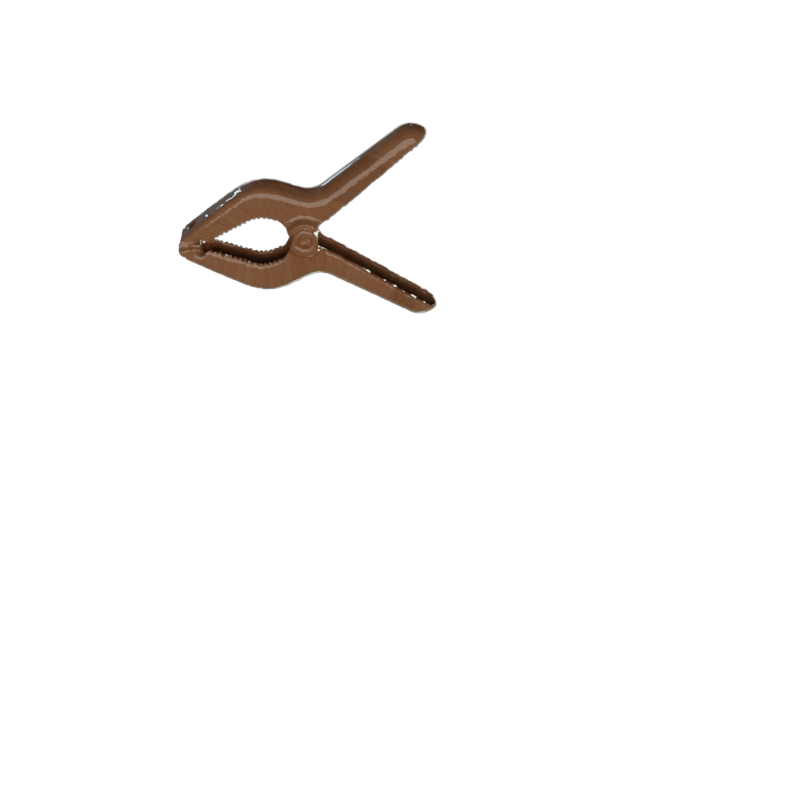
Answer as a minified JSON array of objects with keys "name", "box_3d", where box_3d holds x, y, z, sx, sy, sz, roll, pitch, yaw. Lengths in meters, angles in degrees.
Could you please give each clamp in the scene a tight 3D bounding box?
[{"name":"clamp","box_3d":[-0.070,-0.127,0.888,0.211,0.154,0.039,-10,27,5]}]
